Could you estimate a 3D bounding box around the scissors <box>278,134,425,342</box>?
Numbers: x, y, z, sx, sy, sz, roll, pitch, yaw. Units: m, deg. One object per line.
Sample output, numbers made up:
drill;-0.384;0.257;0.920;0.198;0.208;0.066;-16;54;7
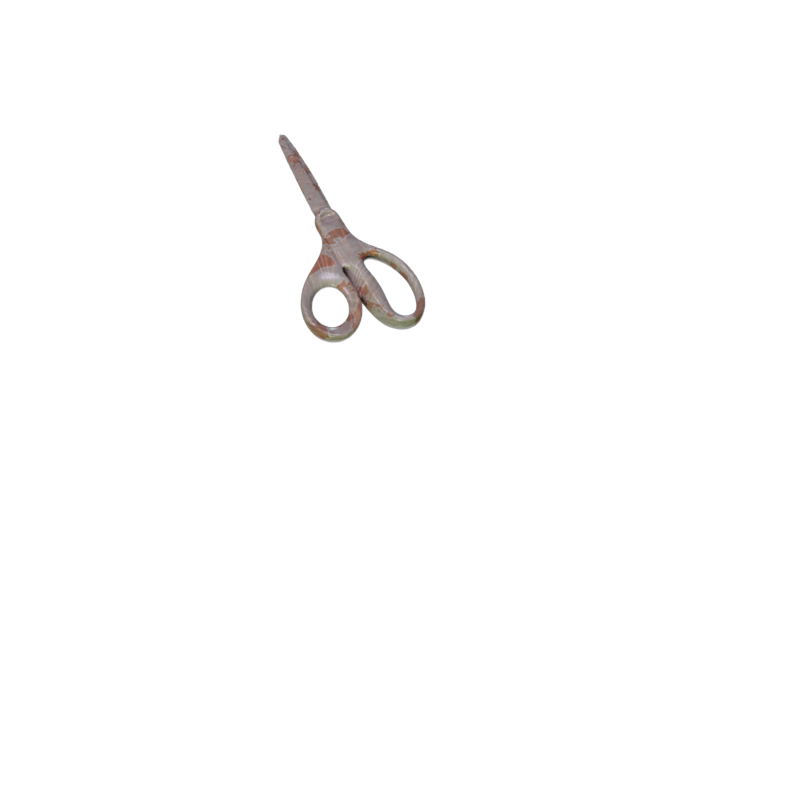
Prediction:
scissors;-0.064;-0.118;0.823;0.096;0.215;0.015;-33;-29;-21
